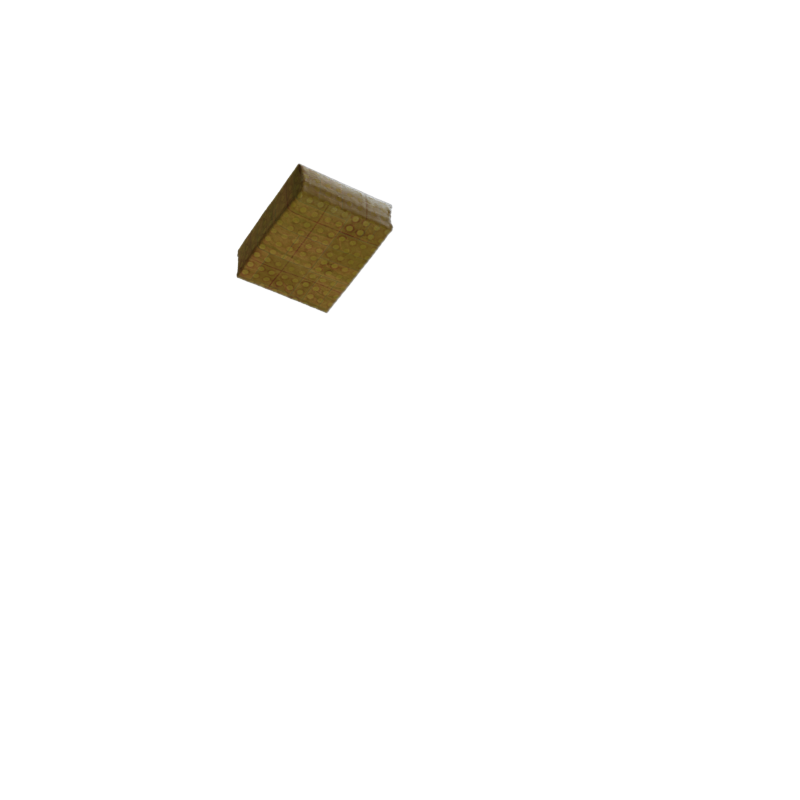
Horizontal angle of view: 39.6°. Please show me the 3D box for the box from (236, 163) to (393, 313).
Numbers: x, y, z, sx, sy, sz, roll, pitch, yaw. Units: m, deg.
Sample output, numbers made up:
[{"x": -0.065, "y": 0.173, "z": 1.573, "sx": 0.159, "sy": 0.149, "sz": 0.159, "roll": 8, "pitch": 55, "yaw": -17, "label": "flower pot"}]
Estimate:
[{"x": -0.072, "y": -0.132, "z": 0.921, "sx": 0.086, "sy": 0.042, "sz": 0.110, "roll": 22, "pitch": -47, "yaw": -23, "label": "box"}]
